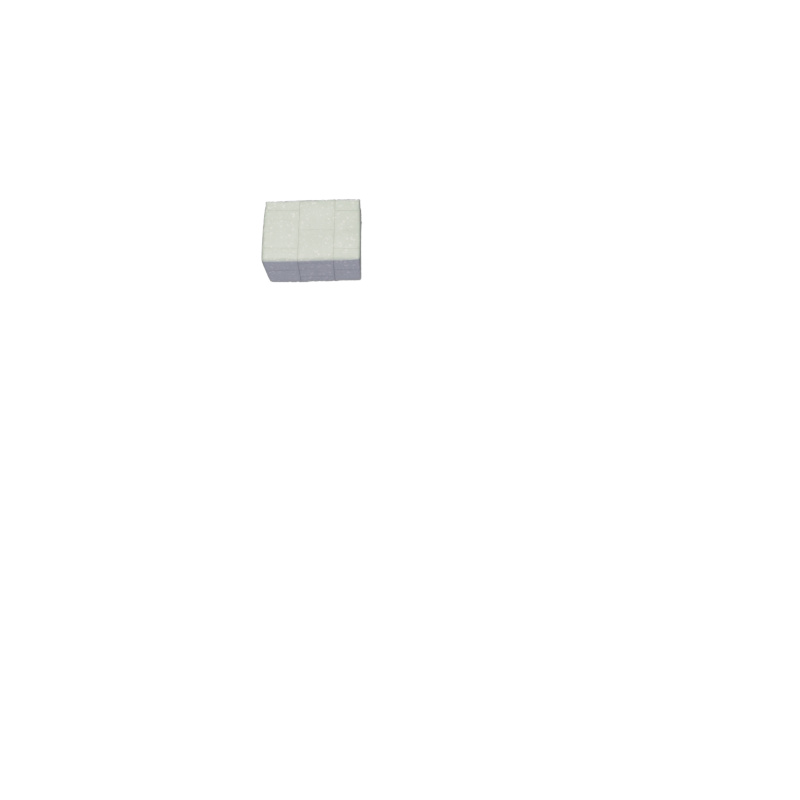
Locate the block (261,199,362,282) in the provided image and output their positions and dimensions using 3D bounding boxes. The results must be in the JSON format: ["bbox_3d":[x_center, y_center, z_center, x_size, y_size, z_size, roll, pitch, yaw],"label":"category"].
[{"bbox_3d":[-0.070,-0.127,0.892,0.078,0.054,0.050,-1,-17,2],"label":"block"}]
